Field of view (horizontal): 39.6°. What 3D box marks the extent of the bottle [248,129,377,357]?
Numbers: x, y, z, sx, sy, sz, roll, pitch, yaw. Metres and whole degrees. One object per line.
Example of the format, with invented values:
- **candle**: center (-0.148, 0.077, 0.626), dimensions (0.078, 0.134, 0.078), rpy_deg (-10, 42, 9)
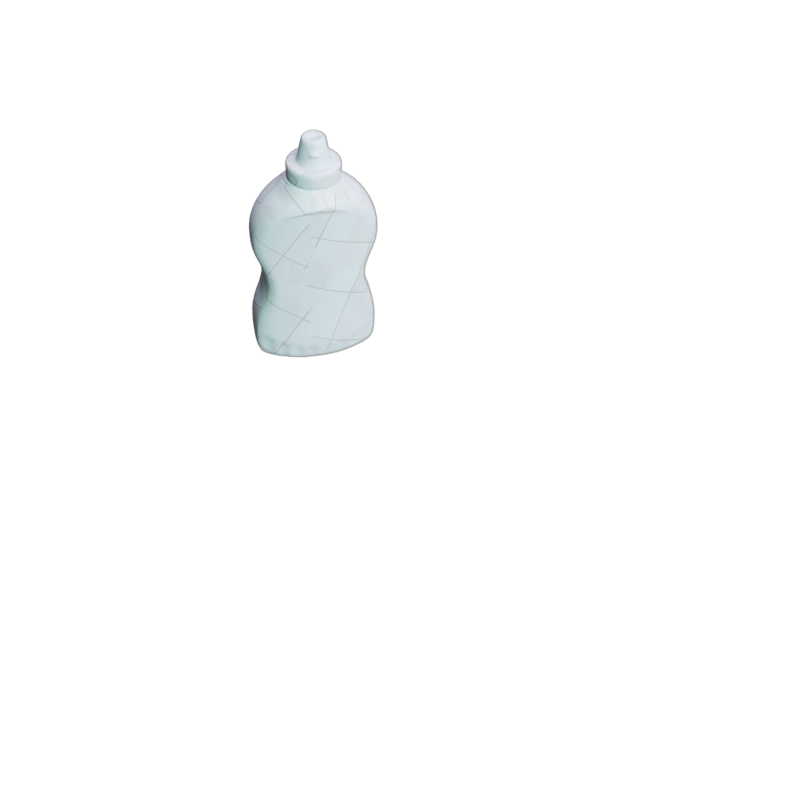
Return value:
- **bottle**: center (-0.066, -0.119, 0.839), dimensions (0.095, 0.179, 0.063), rpy_deg (-6, 42, -10)
